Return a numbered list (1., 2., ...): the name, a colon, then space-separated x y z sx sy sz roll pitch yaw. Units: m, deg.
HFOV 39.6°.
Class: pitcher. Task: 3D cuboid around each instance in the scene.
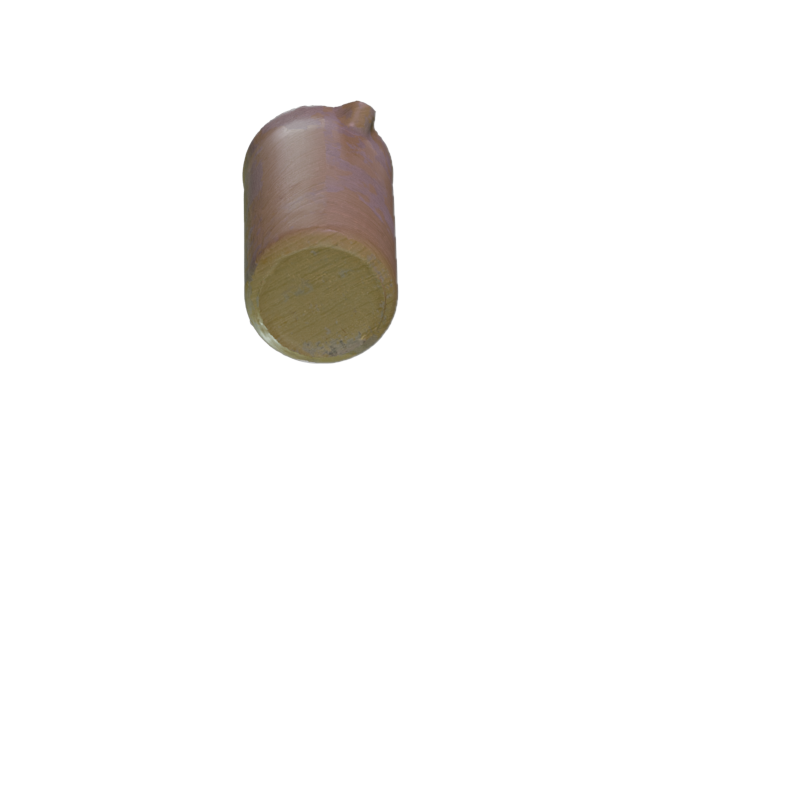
1. pitcher: -0.069 -0.125 0.876 0.145 0.140 0.258 -12 30 4
